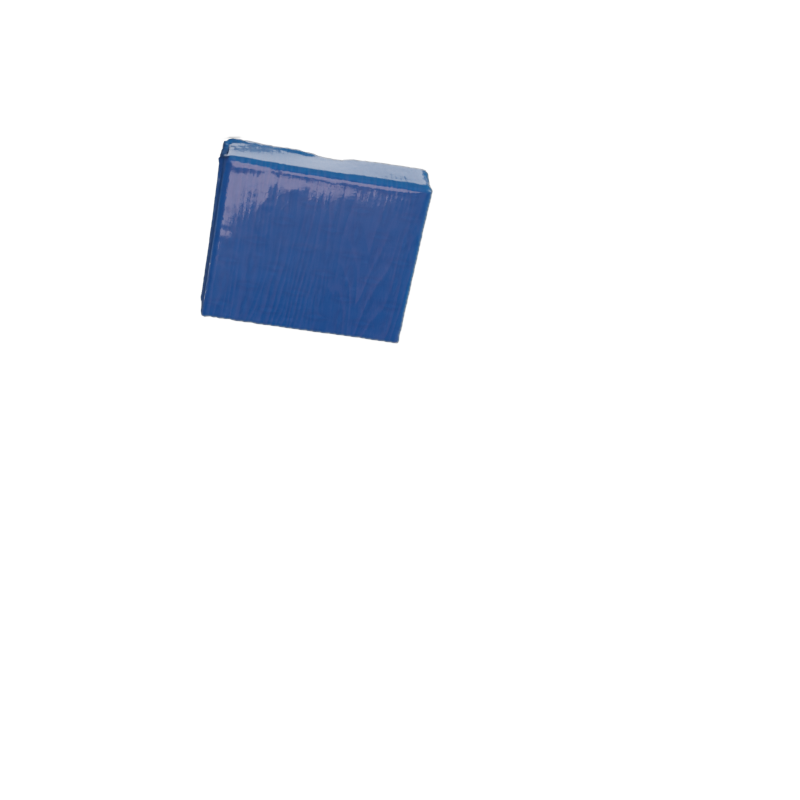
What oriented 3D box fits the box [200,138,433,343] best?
[{"bbox_3d":[-0.037,-0.068,0.475,0.089,0.070,0.032,9,24,-5],"label":"box"}]
